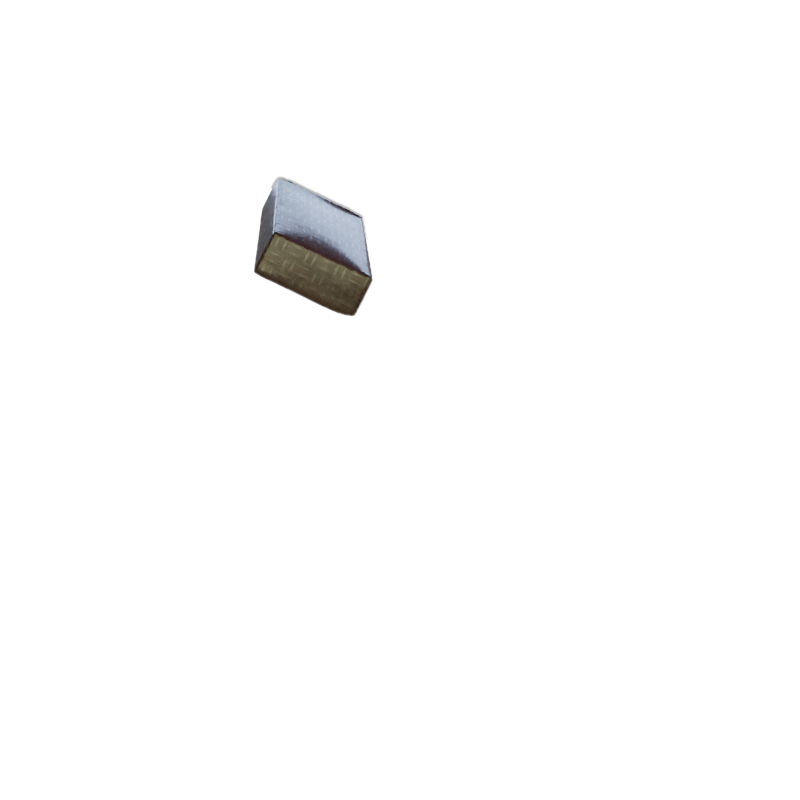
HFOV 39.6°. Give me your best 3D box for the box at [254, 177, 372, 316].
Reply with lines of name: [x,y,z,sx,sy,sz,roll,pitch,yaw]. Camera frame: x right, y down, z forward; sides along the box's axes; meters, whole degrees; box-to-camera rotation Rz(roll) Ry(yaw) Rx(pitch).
box: [-0.077,-0.140,0.980,0.091,0.047,0.186,24,23,-14]
